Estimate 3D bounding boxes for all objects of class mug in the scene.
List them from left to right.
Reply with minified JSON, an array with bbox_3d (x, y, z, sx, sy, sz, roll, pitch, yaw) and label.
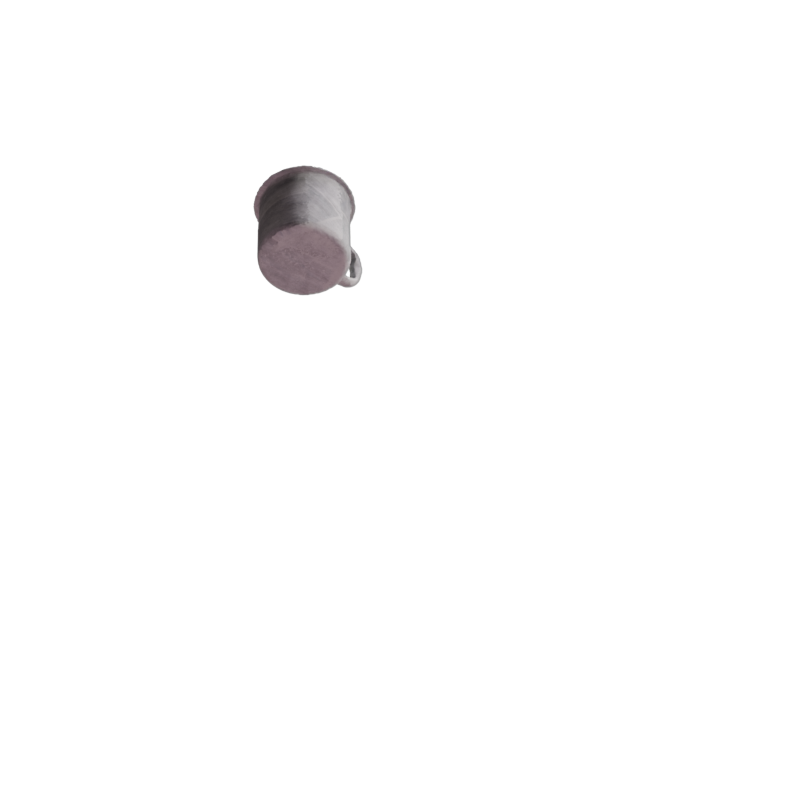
[{"bbox_3d":[-0.078,-0.142,0.992,0.093,0.087,0.110,-33,-55,25],"label":"mug"}]
